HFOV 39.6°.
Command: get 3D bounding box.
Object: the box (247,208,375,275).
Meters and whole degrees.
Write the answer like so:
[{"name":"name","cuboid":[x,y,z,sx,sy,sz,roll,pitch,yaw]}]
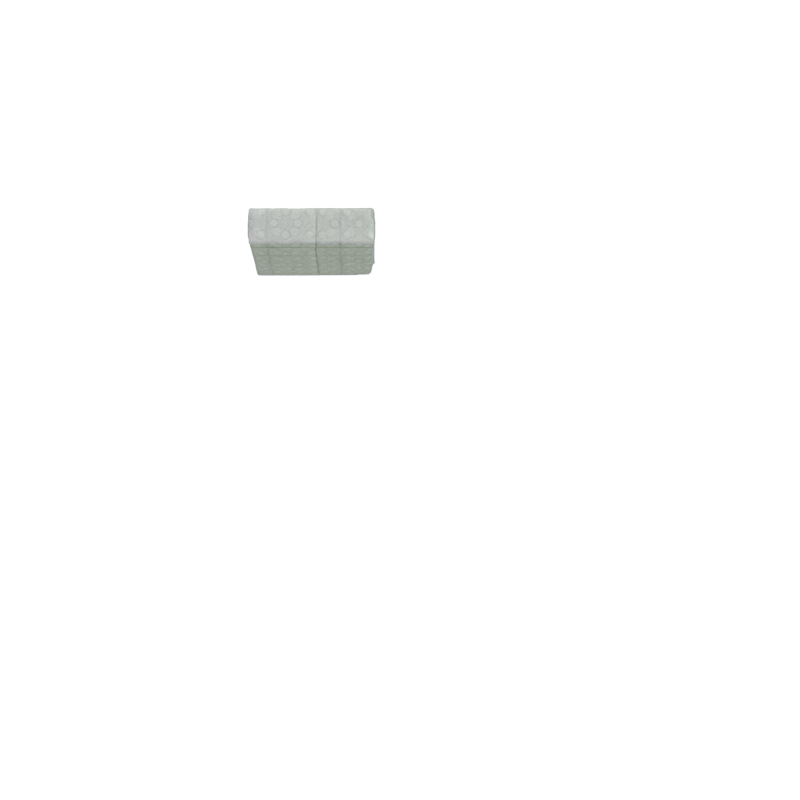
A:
[{"name":"box","cuboid":[-0.063,-0.114,0.801,0.089,0.031,0.070,0,-13,1]}]
